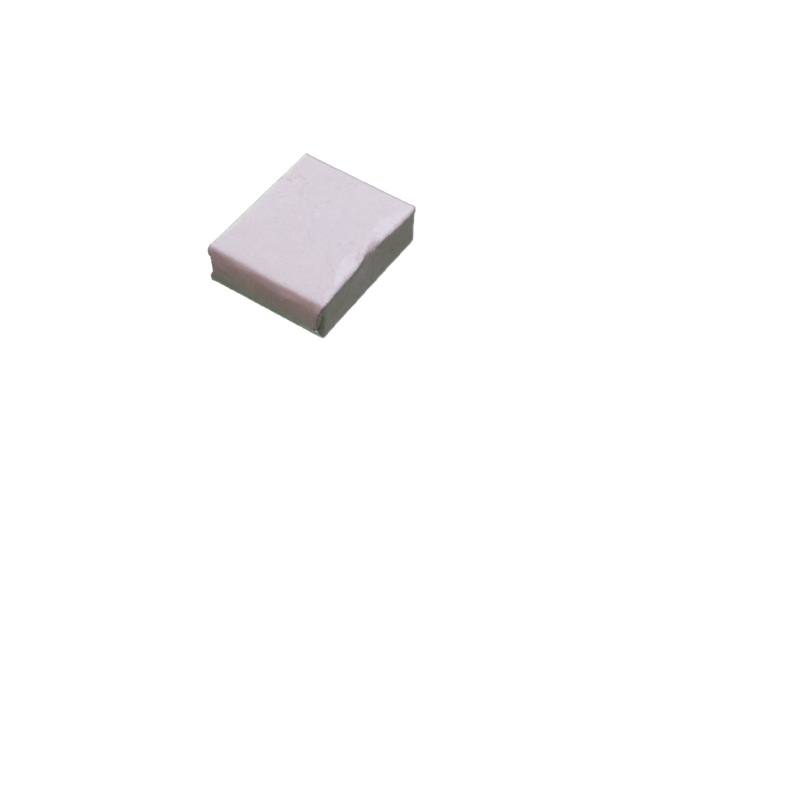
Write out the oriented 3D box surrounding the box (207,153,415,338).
[{"bbox_3d":[-0.046,-0.083,0.583,0.077,0.028,0.091,28,55,21],"label":"box"}]
